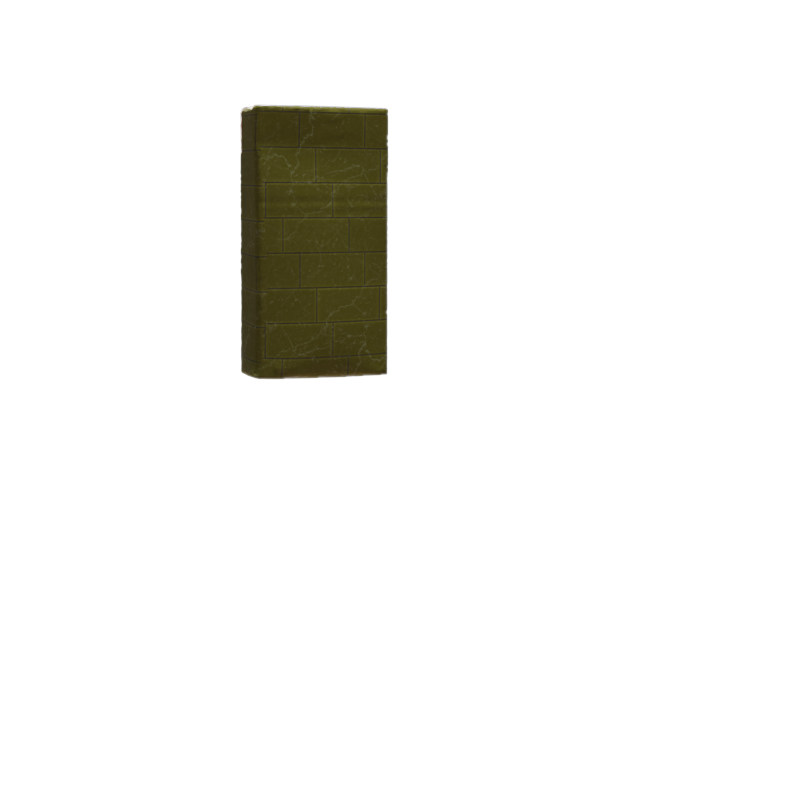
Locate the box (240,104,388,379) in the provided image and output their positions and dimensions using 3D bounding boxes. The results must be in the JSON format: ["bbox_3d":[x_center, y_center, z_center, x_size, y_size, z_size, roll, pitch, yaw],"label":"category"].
[{"bbox_3d":[-0.057,-0.104,0.729,0.091,0.176,0.049,-1,1,-21],"label":"box"}]
